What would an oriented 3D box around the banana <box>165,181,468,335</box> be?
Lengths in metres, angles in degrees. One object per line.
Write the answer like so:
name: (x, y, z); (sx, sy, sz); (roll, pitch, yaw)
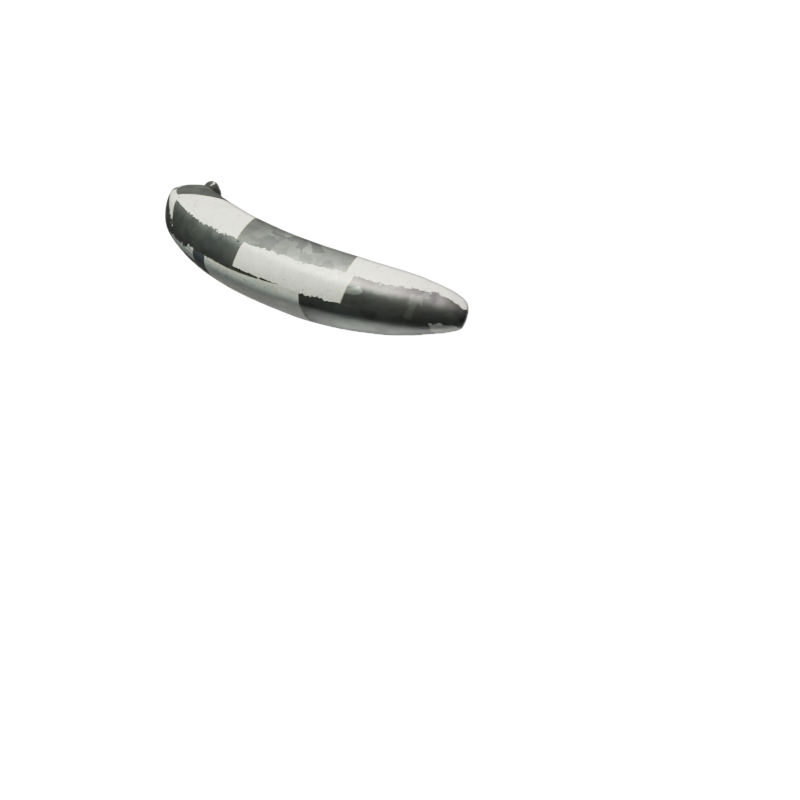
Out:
banana: (-0.060, -0.075, 0.557); (0.069, 0.034, 0.211); (-28, 44, -35)
